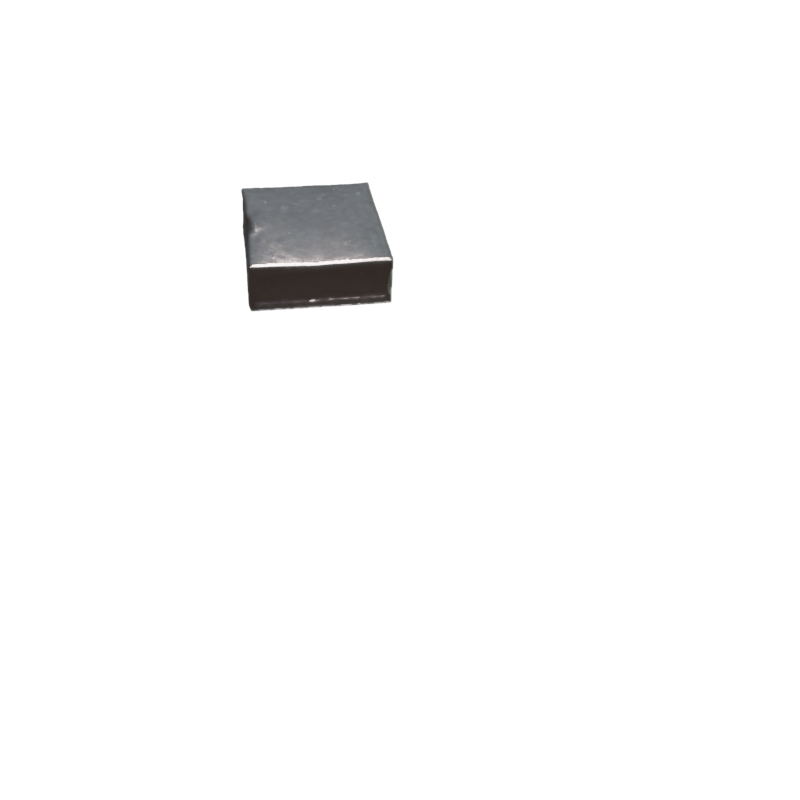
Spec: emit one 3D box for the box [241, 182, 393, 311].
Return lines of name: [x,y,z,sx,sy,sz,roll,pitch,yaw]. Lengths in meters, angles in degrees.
box: [-0.046,-0.085,0.592,0.073,0.028,0.096,-4,36,-6]
